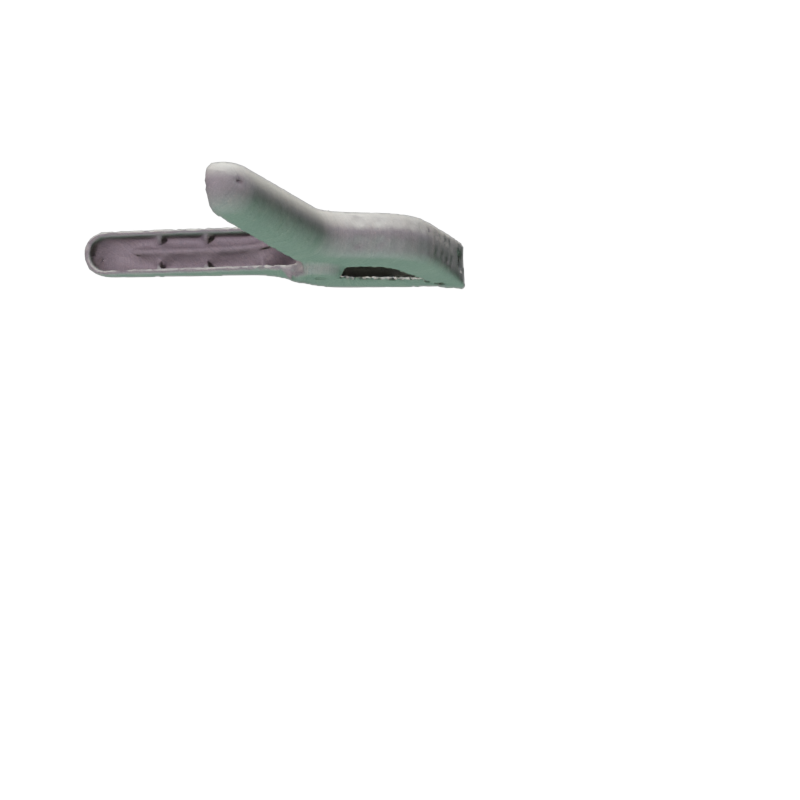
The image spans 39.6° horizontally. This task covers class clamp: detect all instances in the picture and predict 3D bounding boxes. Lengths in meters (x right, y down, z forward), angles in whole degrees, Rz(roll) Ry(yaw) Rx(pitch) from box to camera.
[{"bbox_3d":[-0.046,-0.084,0.589,0.203,0.037,0.166,3,-6,-26],"label":"clamp"}]
